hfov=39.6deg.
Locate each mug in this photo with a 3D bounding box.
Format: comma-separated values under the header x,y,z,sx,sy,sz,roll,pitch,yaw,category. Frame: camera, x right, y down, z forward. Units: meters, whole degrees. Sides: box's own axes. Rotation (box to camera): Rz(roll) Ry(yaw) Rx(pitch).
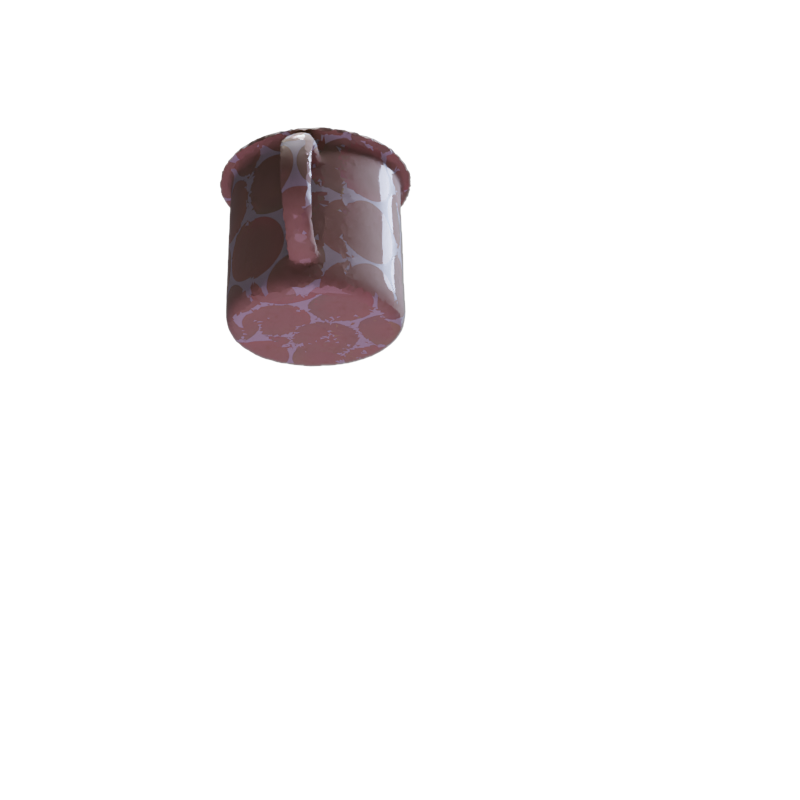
x,y,z,sx,sy,sz,roll,pitch,yaw,category
-0.040,-0.073,0.511,0.093,0.087,0.110,-2,-27,1,mug
